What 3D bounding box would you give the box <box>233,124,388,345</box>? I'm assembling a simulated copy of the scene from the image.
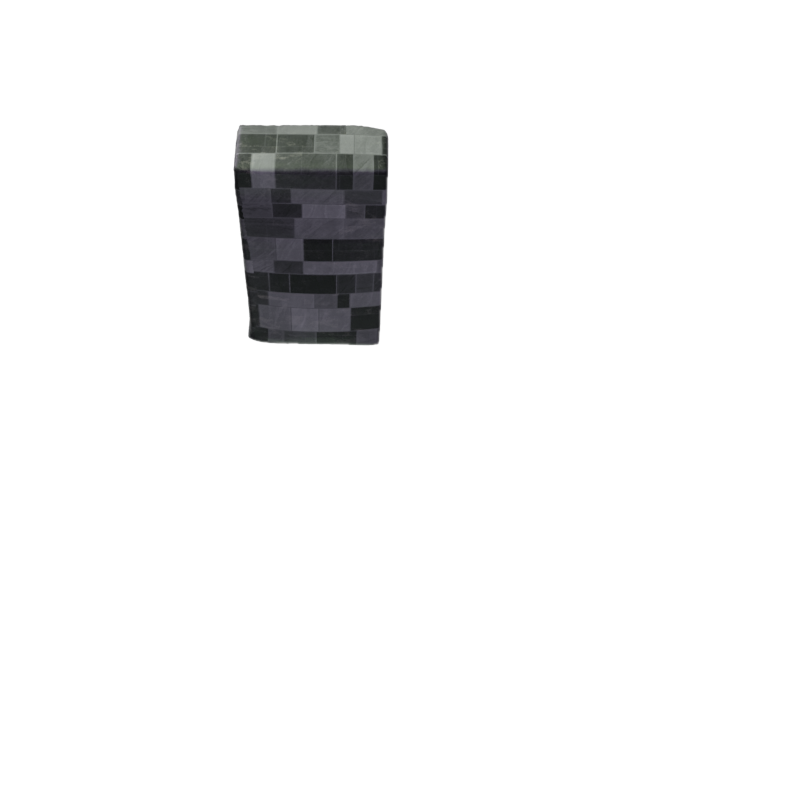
[{"bbox_3d":[-0.056,-0.103,0.723,0.093,0.051,0.164,2,-38,-1],"label":"box"}]
